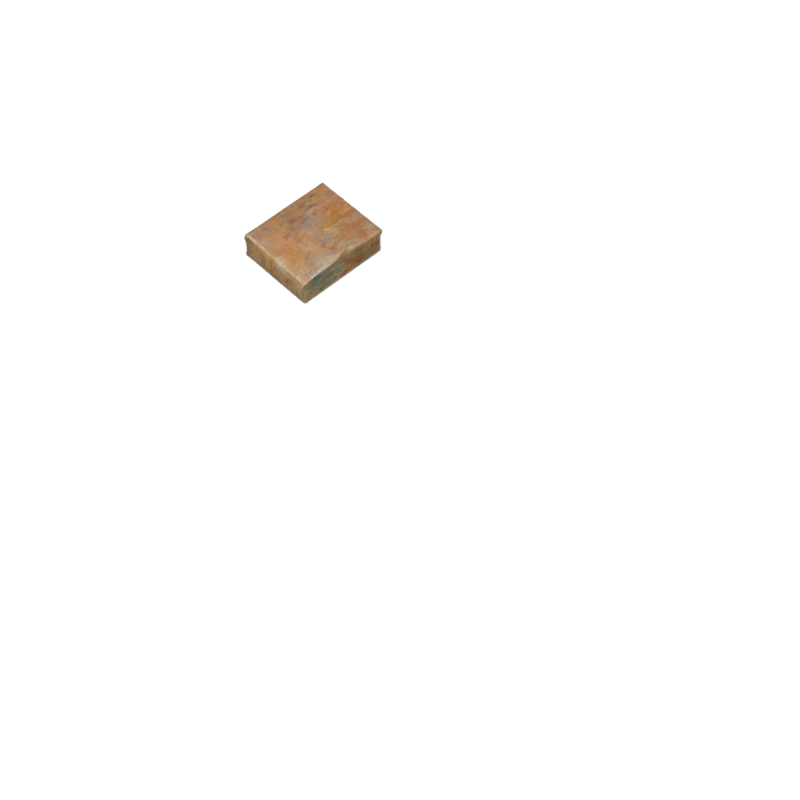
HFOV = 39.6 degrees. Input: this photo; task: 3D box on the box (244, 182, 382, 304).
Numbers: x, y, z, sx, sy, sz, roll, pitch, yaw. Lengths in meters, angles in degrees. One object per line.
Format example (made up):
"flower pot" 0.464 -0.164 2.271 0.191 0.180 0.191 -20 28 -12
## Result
"box" -0.071 -0.129 0.907 0.090 0.028 0.078 -37 61 -25
